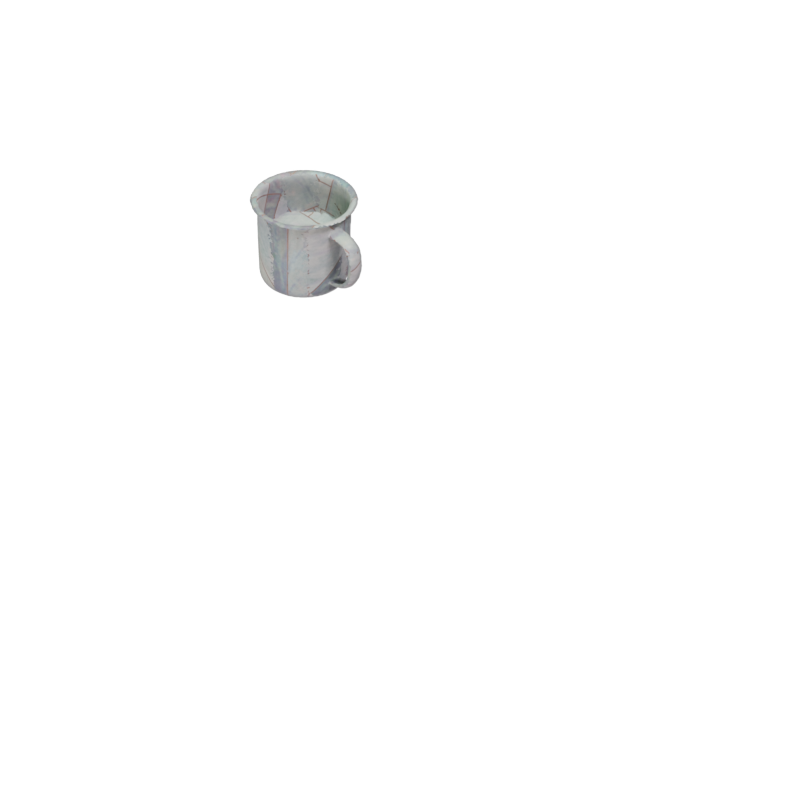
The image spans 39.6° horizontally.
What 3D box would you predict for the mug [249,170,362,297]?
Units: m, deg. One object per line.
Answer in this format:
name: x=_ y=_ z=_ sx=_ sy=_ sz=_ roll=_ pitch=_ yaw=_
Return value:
mug: x=-0.076 y=-0.139 z=0.973 sx=0.093 sy=0.076 sz=0.125 roll=-31 pitch=49 yaw=-33
